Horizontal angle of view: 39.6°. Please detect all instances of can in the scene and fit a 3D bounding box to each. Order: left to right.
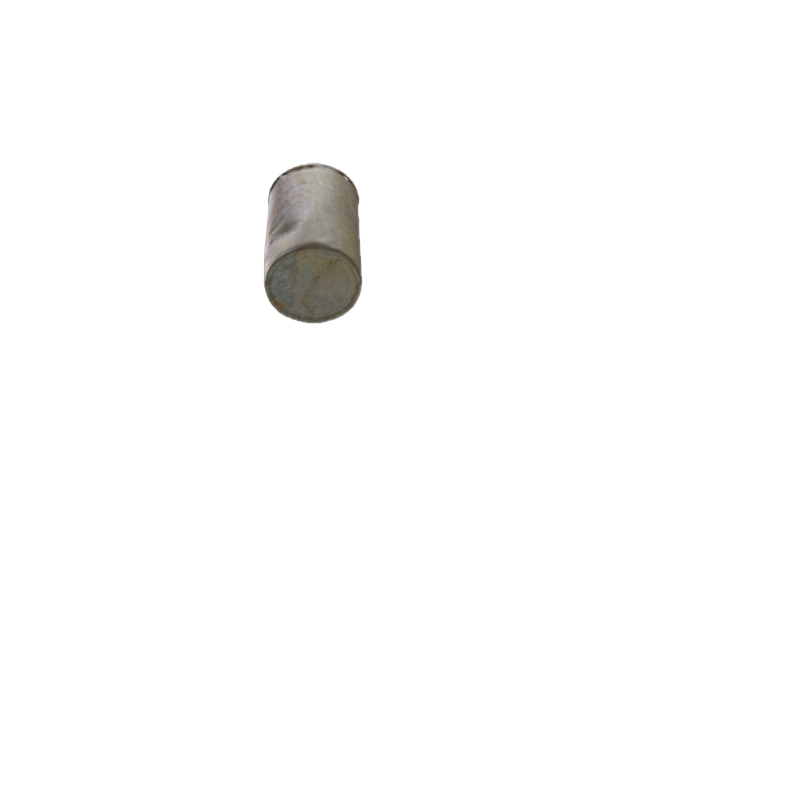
[{"bbox_3d":[-0.061,-0.112,0.784,0.068,0.064,0.110,-1,41,-3],"label":"can"}]
